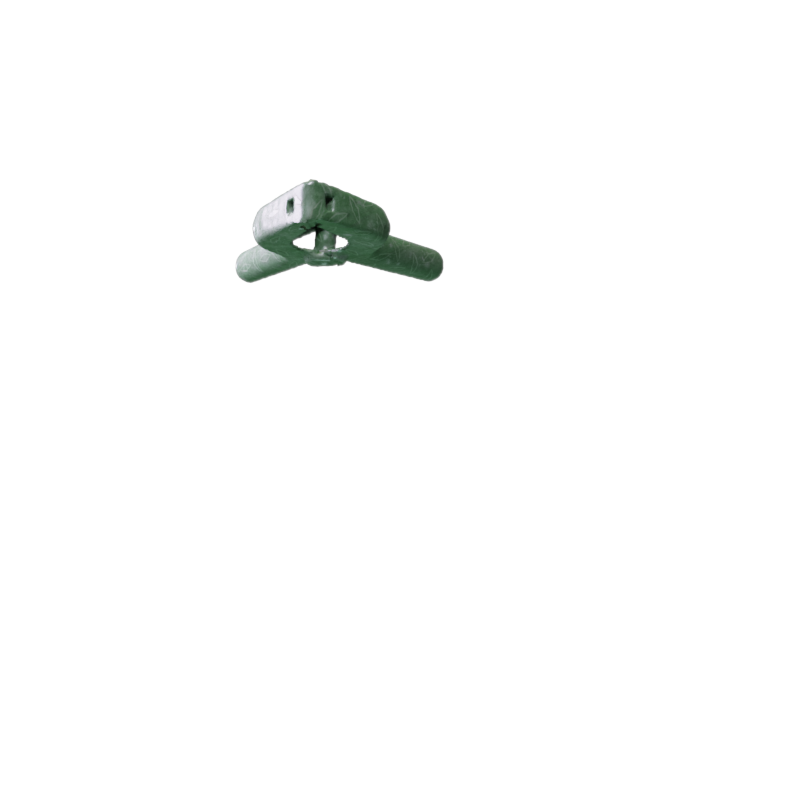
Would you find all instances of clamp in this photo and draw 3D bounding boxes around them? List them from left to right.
[{"bbox_3d":[-0.063,-0.115,0.802,0.167,0.037,0.202,-1,-6,11],"label":"clamp"}]
